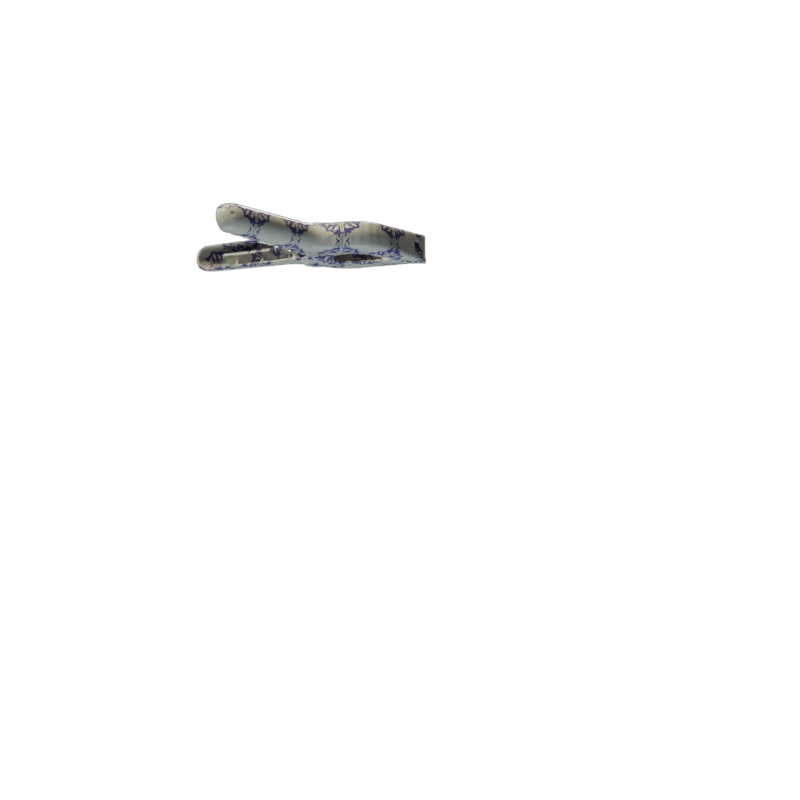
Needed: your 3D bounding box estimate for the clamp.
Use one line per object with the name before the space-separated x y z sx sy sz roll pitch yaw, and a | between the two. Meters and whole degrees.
clamp | -0.077 -0.141 0.989 0.208 0.037 0.162 1 -6 -6
